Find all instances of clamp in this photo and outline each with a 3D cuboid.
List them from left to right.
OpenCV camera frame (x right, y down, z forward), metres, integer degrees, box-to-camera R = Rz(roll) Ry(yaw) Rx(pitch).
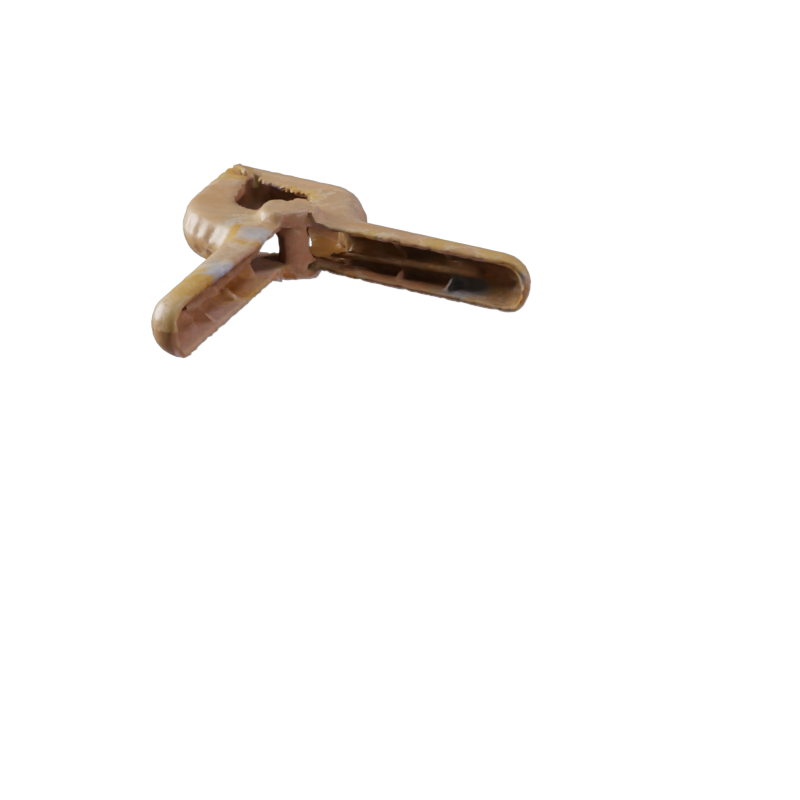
[{"bbox_3d":[-0.043,-0.078,0.543,0.162,0.035,0.223,-5,26,-11],"label":"clamp"}]
